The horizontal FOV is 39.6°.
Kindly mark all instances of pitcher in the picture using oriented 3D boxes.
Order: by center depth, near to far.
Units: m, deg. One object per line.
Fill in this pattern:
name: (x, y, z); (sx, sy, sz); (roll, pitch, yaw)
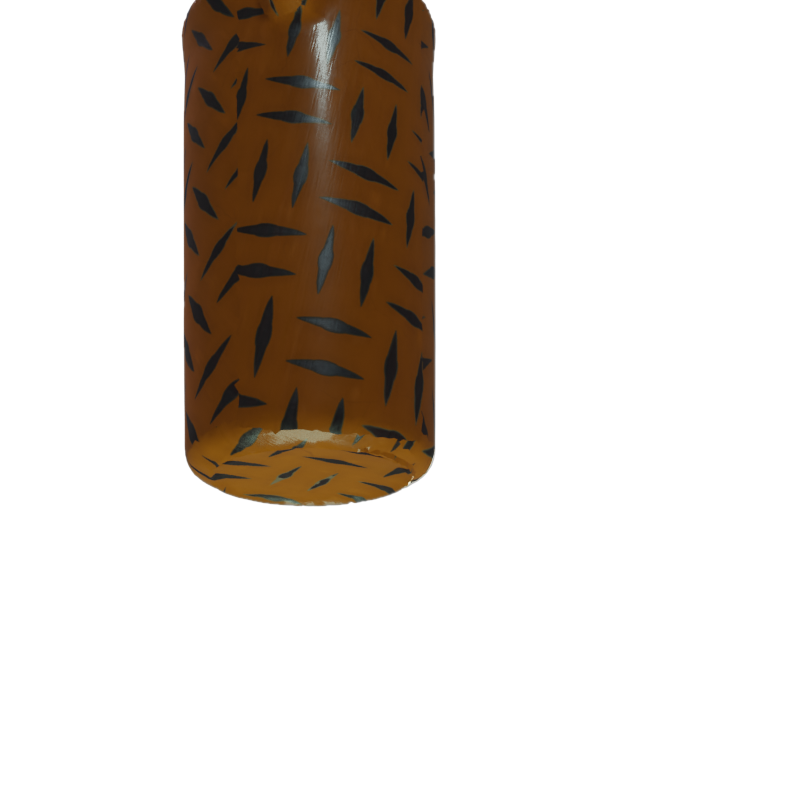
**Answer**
pitcher: (-0.042, -0.077, 0.540); (0.141, 0.257, 0.145); (20, -33, -38)
